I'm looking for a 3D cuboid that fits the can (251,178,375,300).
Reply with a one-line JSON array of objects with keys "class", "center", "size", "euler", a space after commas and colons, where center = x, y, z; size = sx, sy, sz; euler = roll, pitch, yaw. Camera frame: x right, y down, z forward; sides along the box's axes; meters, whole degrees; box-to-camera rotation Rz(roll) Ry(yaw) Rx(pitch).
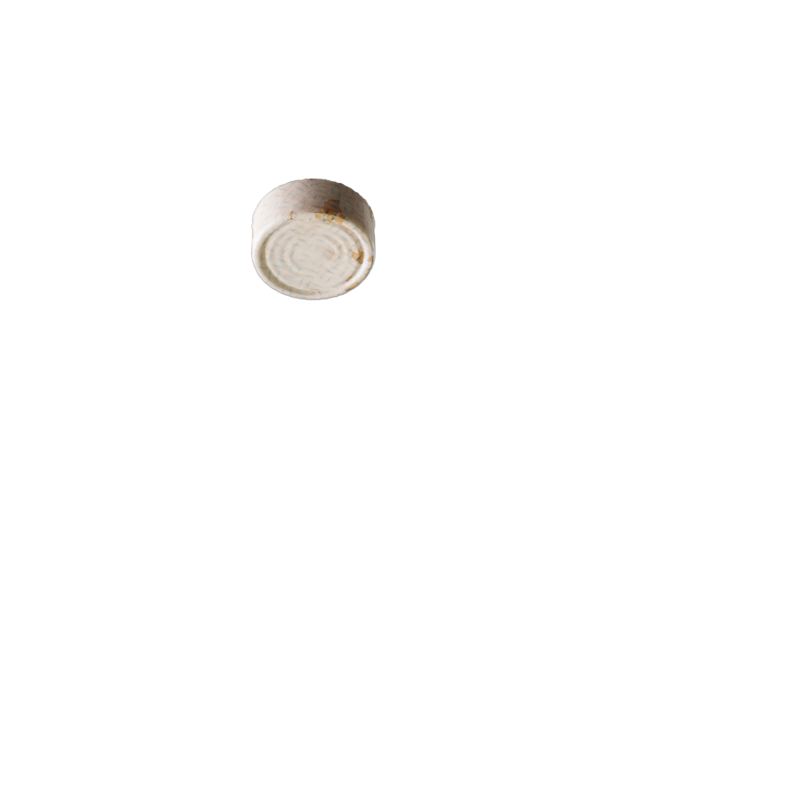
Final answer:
[{"class": "can", "center": [-0.059, -0.108, 0.757], "size": [0.086, 0.036, 0.080], "euler": [1, -43, -1]}]
